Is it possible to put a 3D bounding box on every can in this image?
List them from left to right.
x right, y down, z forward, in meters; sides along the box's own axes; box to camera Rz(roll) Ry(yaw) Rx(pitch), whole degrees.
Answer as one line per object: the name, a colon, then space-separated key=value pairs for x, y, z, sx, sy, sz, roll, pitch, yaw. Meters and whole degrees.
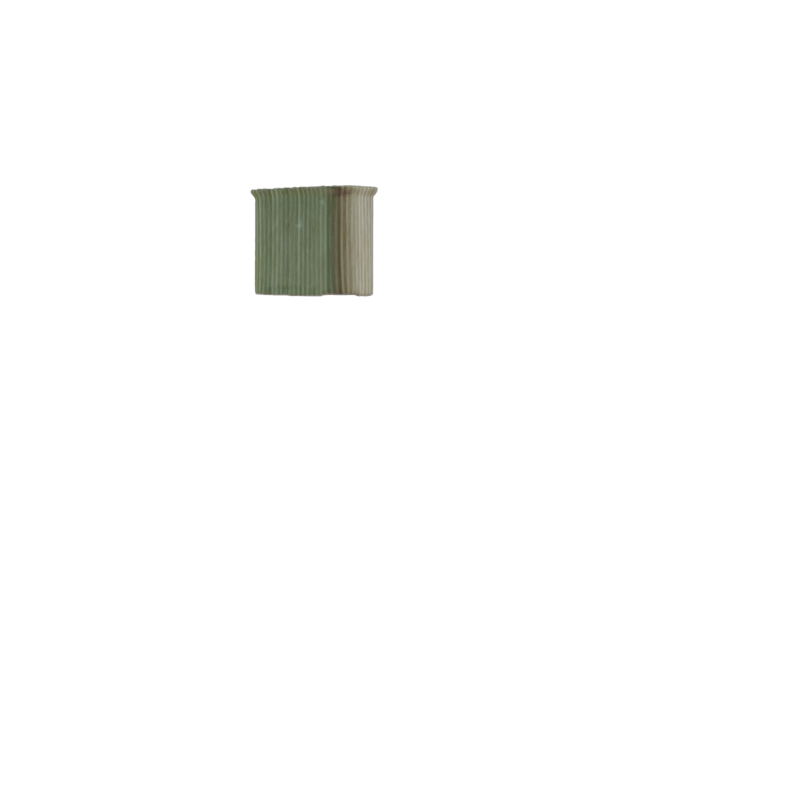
can: x=-0.068 y=-0.124 z=0.867 sx=0.106 sy=0.084 sz=0.055 roll=4 pitch=4 yaw=37
